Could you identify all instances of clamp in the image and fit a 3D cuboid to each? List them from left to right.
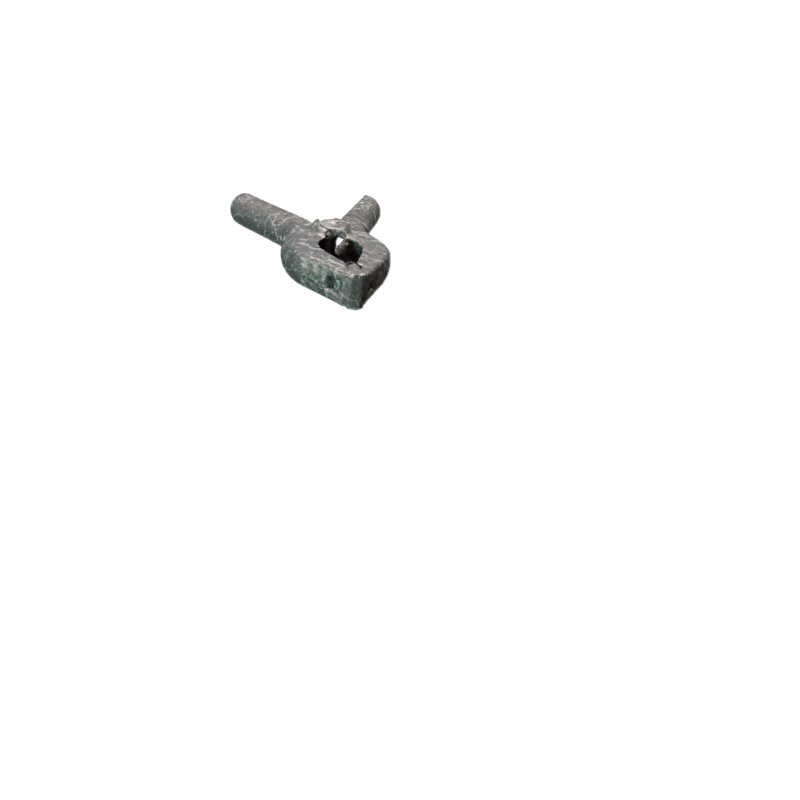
[{"bbox_3d":[-0.064,-0.117,0.819,0.119,0.037,0.182,-3,27,-7],"label":"clamp"}]
